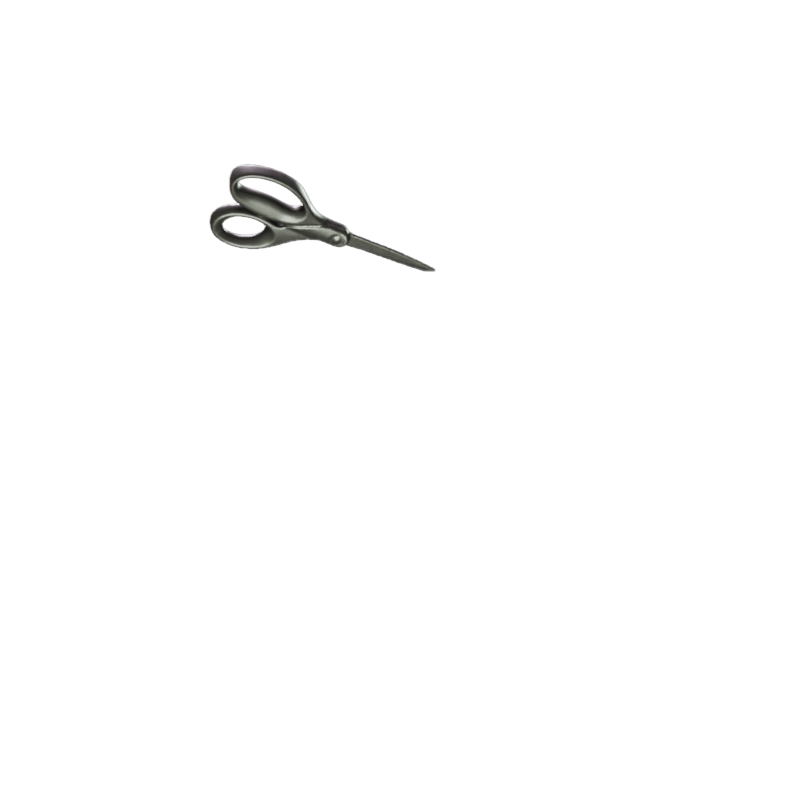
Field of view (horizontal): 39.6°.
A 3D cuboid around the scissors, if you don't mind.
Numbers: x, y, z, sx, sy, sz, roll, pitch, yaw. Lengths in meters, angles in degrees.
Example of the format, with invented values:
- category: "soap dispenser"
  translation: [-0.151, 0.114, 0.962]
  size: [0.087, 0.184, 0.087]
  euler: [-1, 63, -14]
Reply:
- category: "scissors"
  translation: [-0.072, -0.131, 0.914]
  size: [0.096, 0.017, 0.189]
  euler: [-30, -45, 35]
